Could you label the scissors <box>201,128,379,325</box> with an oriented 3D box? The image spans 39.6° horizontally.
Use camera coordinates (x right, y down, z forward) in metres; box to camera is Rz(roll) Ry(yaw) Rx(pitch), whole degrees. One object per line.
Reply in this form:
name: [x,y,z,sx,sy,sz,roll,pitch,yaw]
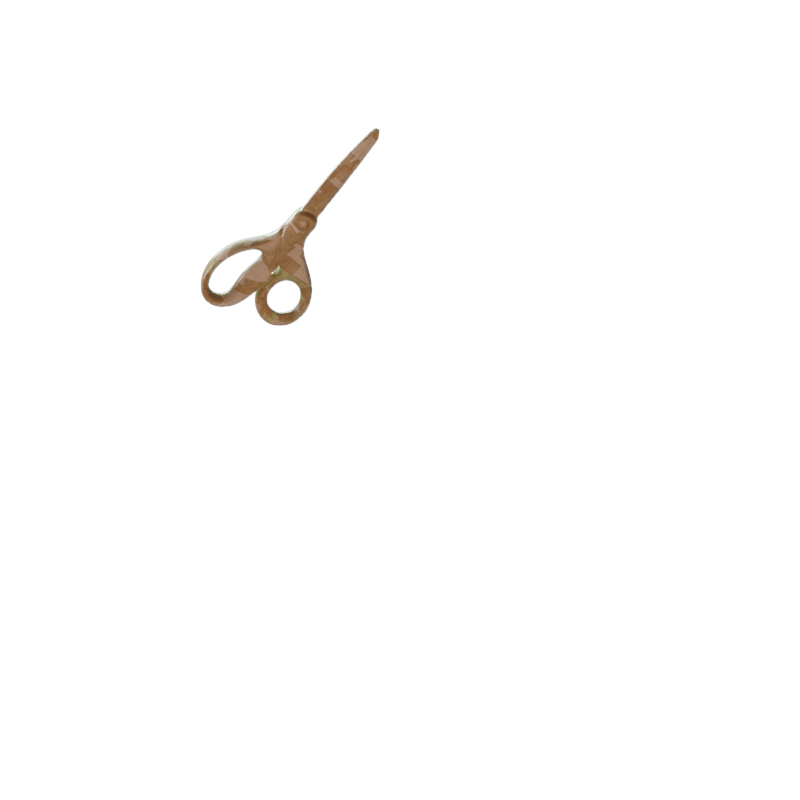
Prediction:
scissors: [-0.067,-0.122,0.855,0.201,0.017,0.090,-31,-57,23]
